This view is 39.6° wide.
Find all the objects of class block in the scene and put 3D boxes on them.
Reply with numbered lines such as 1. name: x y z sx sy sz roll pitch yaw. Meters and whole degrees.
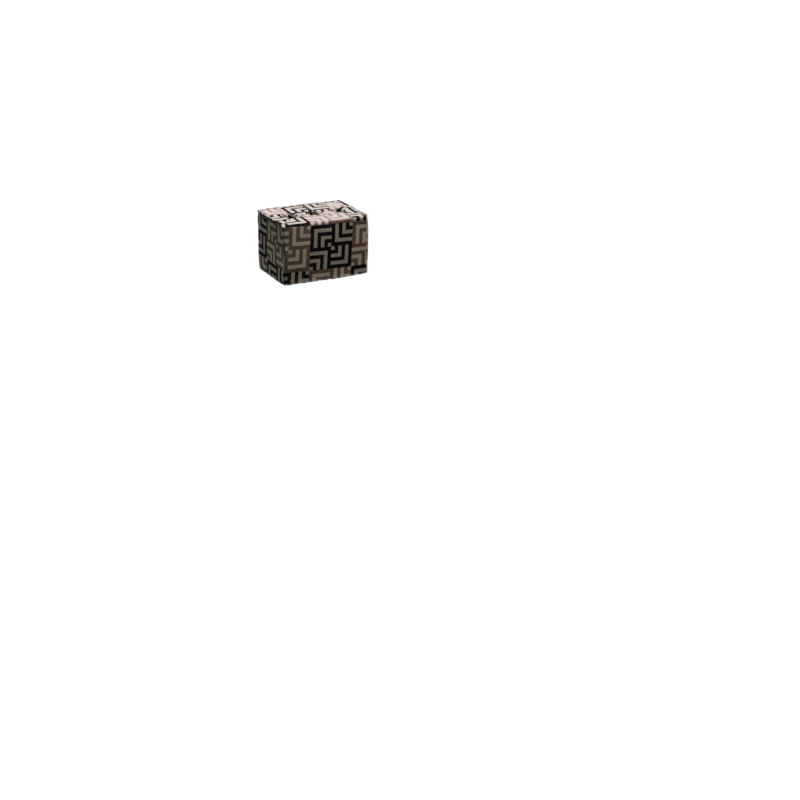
1. block: -0.071 -0.129 0.903 0.076 0.049 0.056 -11 24 -26
